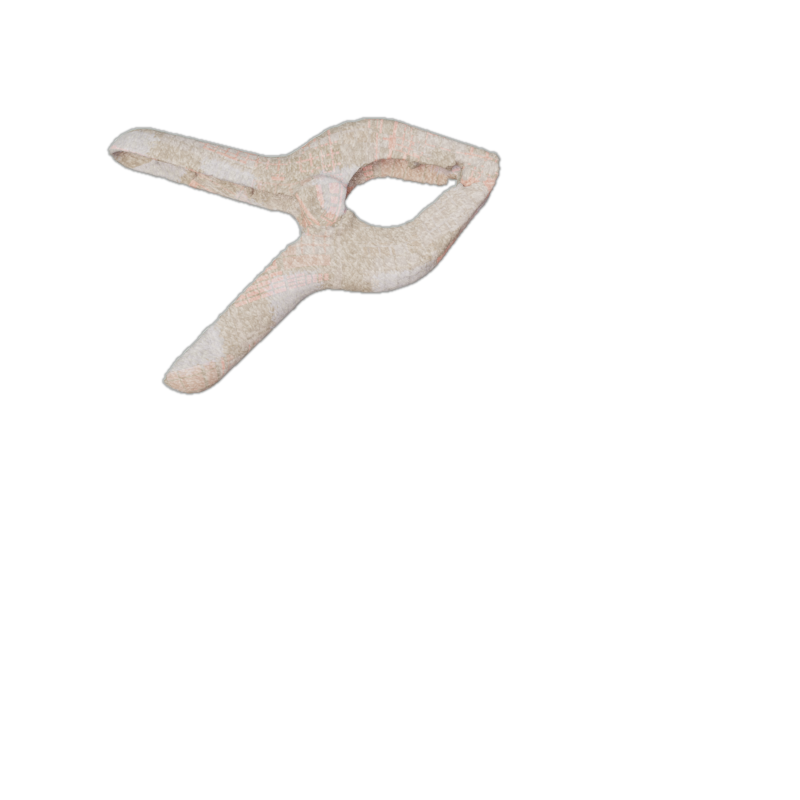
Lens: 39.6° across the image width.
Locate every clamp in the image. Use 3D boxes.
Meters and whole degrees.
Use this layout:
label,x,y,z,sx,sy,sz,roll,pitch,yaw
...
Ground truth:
label,x,y,z,sx,sy,sz,roll,pitch,yaw
clamp,-0.038,-0.069,0.486,0.171,0.123,0.038,-7,-9,-1
